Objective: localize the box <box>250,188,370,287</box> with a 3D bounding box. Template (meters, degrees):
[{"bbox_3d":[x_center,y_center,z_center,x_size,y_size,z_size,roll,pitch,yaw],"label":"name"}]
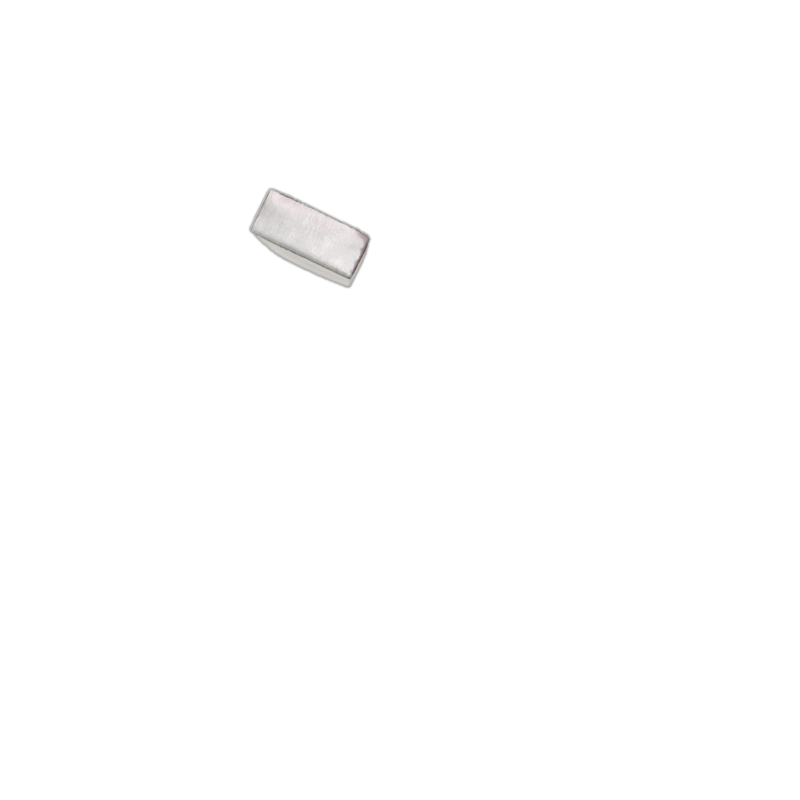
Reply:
[{"bbox_3d":[-0.076,-0.139,0.971,0.093,0.048,0.176,26,-1,-3],"label":"box"}]
